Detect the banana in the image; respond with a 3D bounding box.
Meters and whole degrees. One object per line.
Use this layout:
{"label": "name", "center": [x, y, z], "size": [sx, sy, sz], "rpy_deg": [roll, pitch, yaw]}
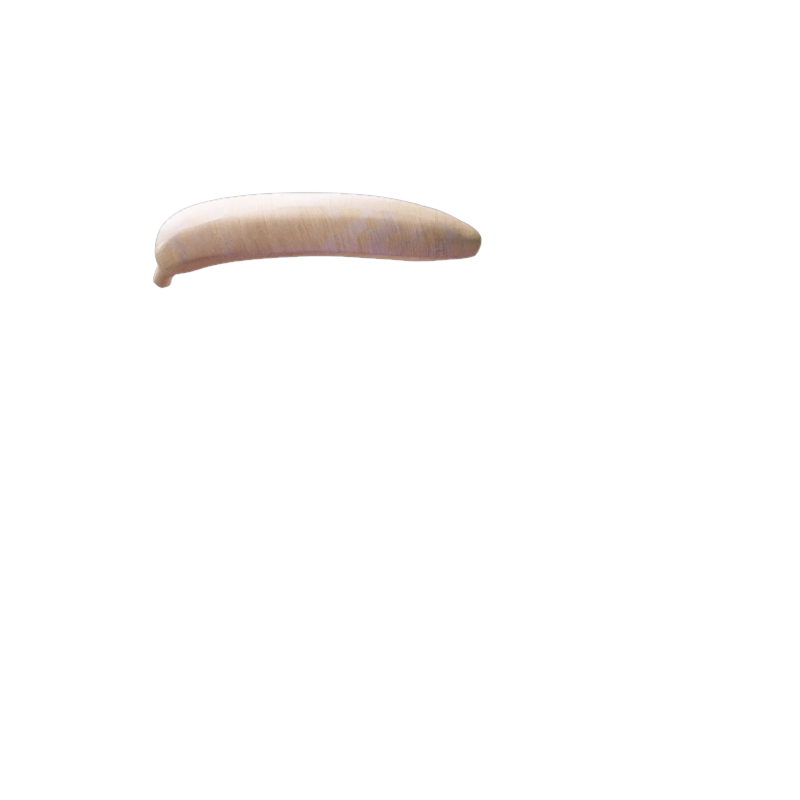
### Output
{"label": "banana", "center": [-0.057, -0.093, 0.619], "size": [0.201, 0.038, 0.066], "rpy_deg": [-2, -10, 14]}
